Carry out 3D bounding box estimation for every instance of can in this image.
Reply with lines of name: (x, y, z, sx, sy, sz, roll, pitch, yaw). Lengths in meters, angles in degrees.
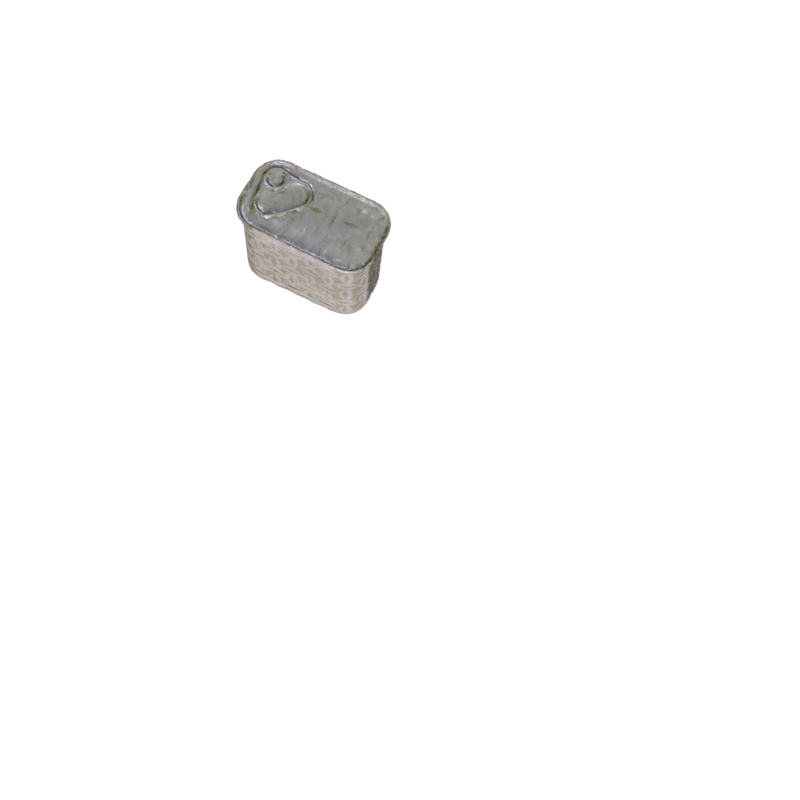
can: (-0.061, -0.111, 0.774, 0.104, 0.059, 0.079, 26, -20, 9)
